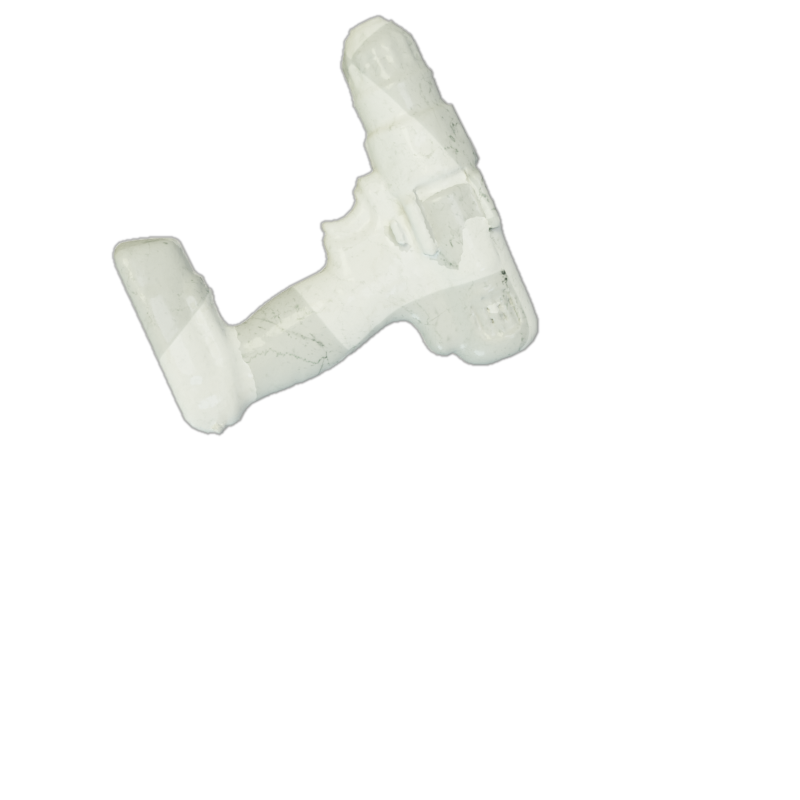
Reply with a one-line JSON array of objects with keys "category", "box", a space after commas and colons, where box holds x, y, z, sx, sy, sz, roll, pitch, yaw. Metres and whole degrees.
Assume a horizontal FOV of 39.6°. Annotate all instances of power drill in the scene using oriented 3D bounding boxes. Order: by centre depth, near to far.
[{"category": "power drill", "box": [-0.044, -0.080, 0.558, 0.187, 0.186, 0.057, -23, -2, -1]}]
